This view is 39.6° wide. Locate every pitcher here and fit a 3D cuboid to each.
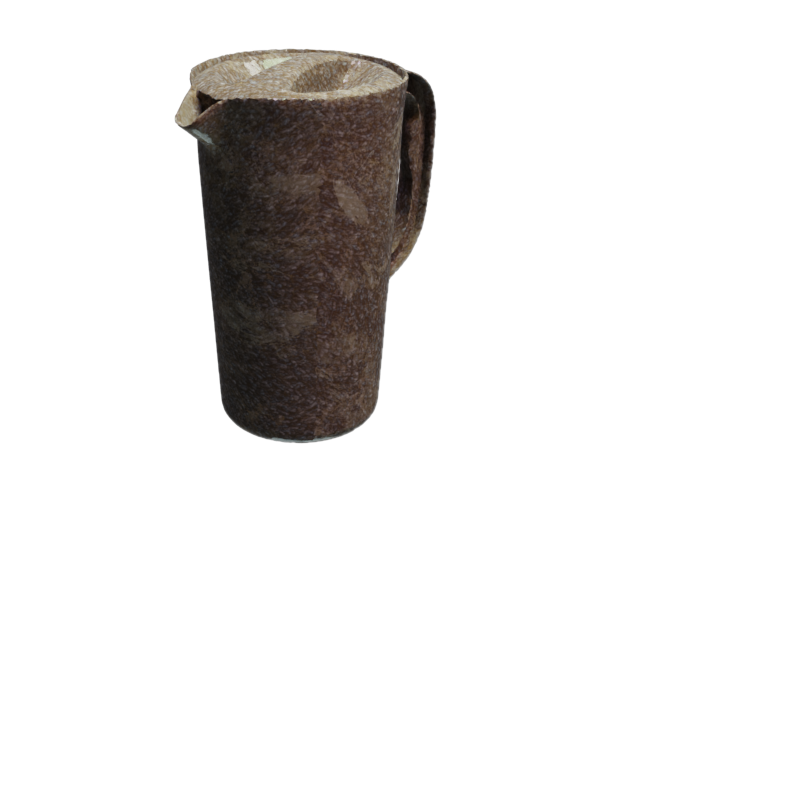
[{"bbox_3d":[-0.057,-0.103,0.724,0.150,0.231,0.151,4,25,5],"label":"pitcher"}]
